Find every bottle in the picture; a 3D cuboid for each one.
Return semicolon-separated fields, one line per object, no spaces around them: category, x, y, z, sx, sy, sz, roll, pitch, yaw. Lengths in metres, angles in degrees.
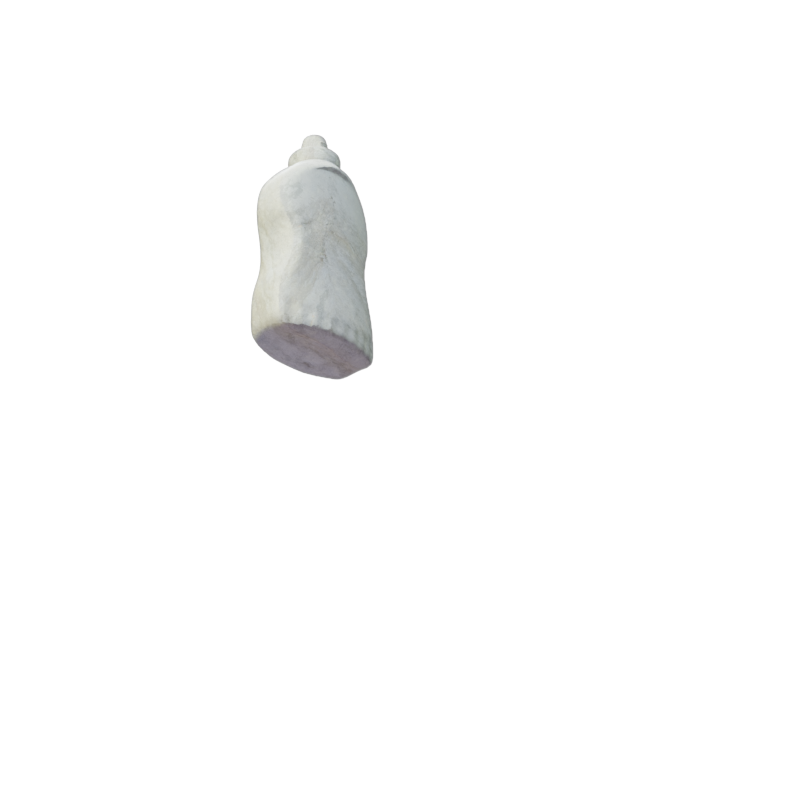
bottle;-0.064;-0.118;0.823;0.090;0.205;0.058;26;-41;-37
